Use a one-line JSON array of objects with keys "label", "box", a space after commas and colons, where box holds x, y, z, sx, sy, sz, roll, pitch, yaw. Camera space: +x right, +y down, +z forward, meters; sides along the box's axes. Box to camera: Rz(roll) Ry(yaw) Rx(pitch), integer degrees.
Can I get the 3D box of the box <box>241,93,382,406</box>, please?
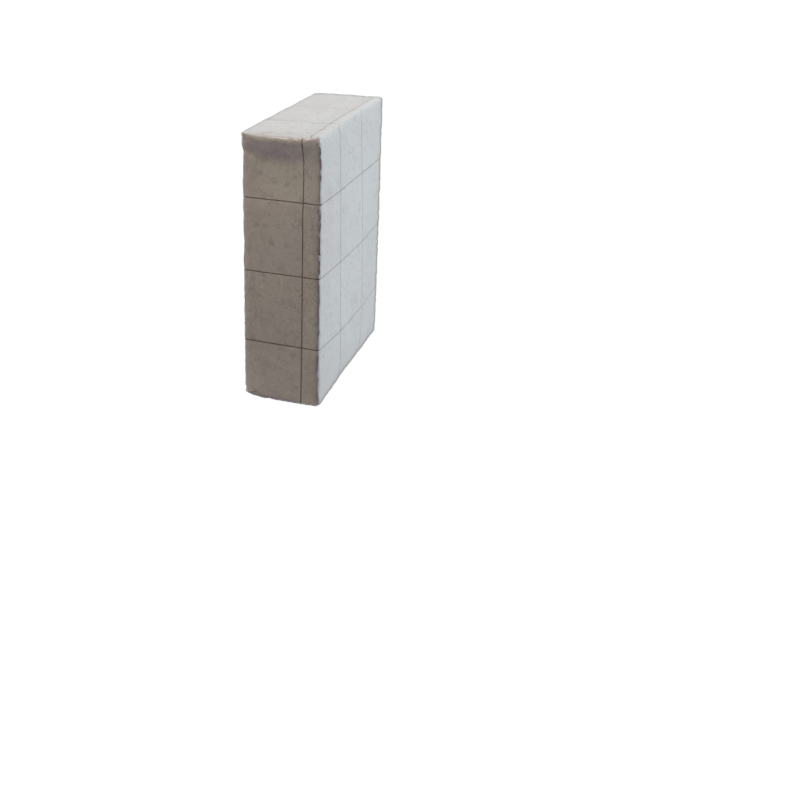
[{"label": "box", "box": [-0.070, -0.128, 0.896, 0.074, 0.204, 0.168, 6, 22, 14]}]
